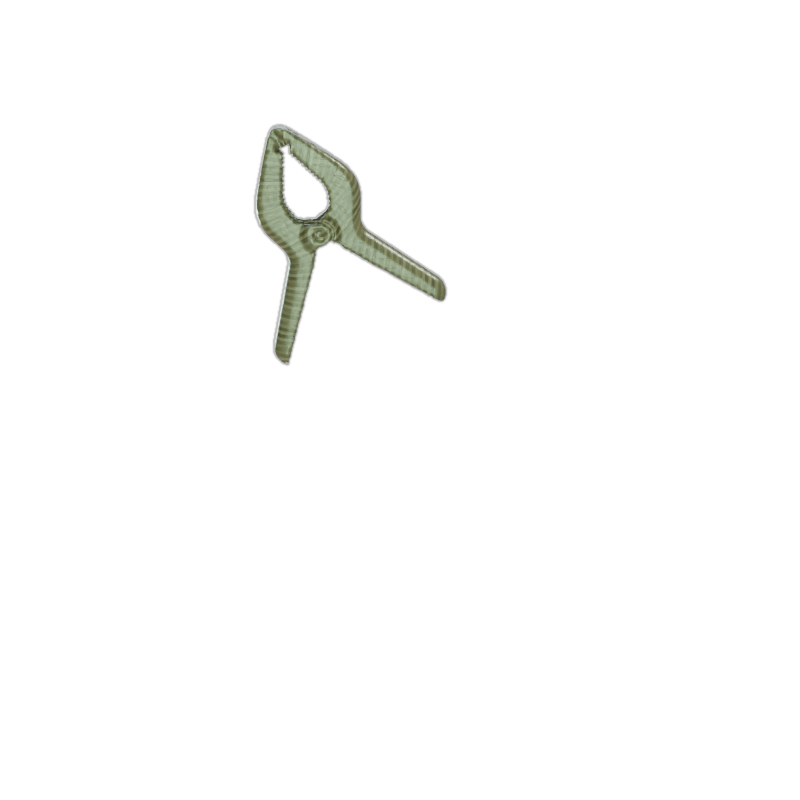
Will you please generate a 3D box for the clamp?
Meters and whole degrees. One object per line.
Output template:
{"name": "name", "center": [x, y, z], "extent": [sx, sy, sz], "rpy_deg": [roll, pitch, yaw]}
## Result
{"name": "clamp", "center": [-0.077, -0.141, 0.986], "extent": [0.164, 0.204, 0.037], "rpy_deg": [-29, 10, 6]}
